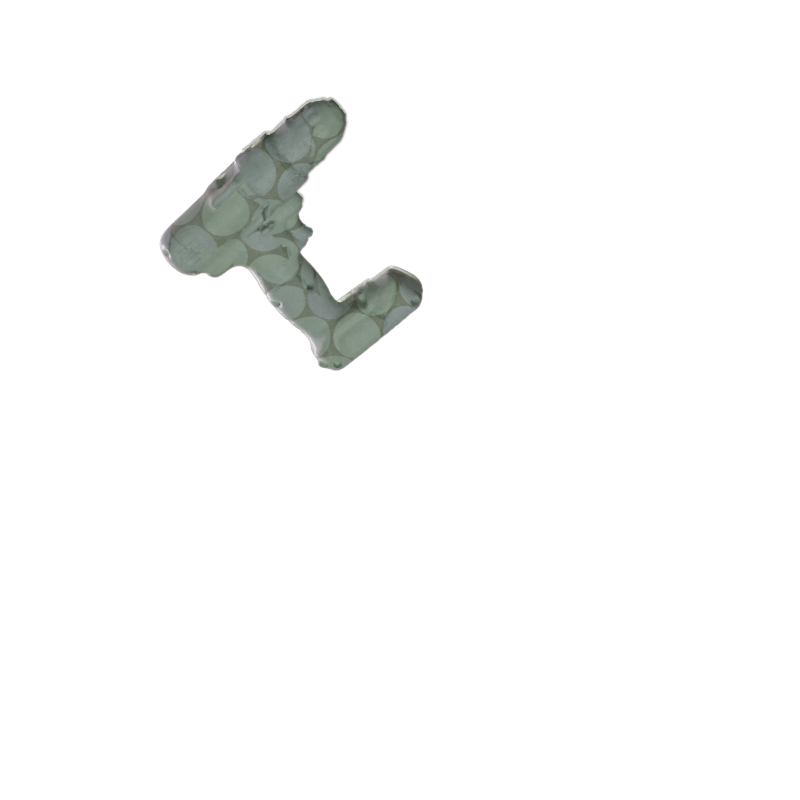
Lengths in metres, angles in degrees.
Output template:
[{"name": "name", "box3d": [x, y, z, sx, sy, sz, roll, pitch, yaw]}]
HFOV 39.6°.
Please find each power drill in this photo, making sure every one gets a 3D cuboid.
[{"name": "power drill", "box3d": [-0.069, -0.127, 0.887, 0.183, 0.179, 0.061, -39, 21, 18]}]
